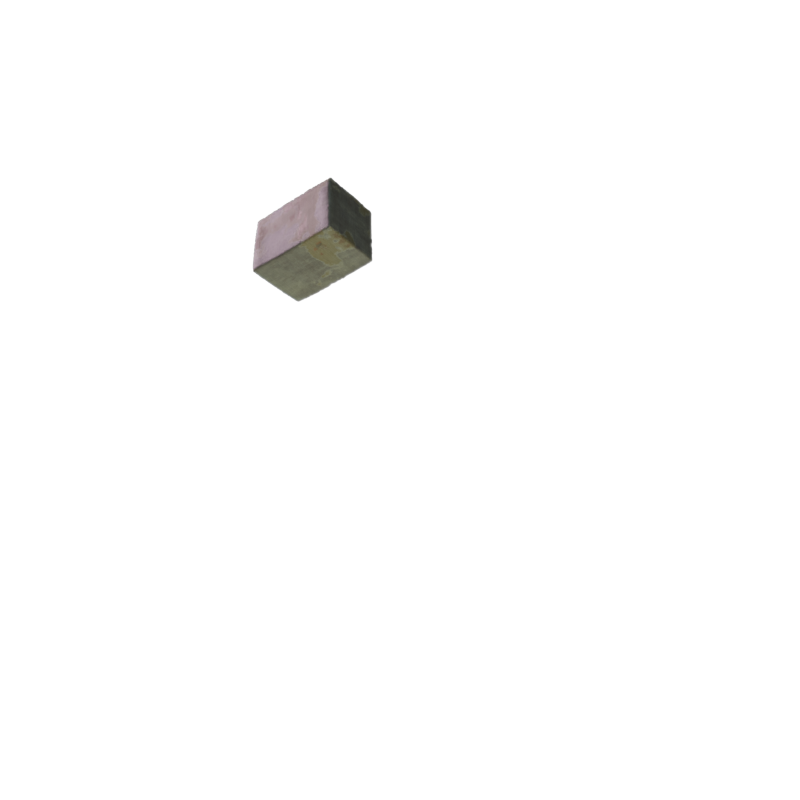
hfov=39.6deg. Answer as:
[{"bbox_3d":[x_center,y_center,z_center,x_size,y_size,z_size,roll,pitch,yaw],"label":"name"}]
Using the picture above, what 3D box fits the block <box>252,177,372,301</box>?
[{"bbox_3d":[-0.066,-0.121,0.848,0.078,0.055,0.049,-26,-44,28],"label":"block"}]
